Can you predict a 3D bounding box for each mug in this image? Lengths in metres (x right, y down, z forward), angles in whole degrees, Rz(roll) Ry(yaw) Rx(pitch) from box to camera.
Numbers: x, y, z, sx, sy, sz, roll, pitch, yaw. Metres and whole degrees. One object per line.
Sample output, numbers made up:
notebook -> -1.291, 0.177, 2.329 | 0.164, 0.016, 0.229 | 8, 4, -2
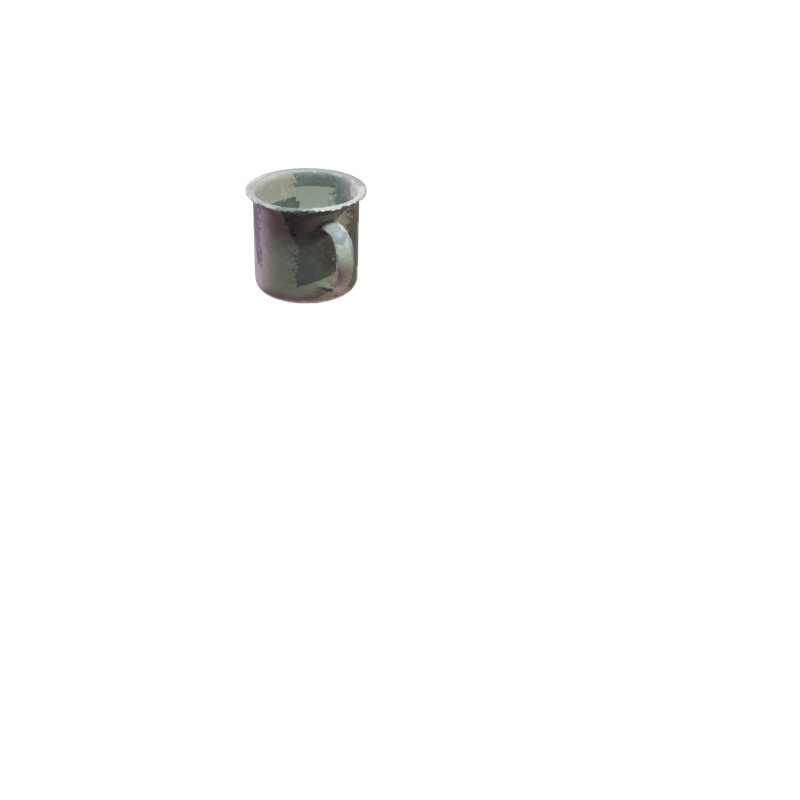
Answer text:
mug -> -0.067, -0.122, 0.855 | 0.092, 0.077, 0.126 | -14, 32, -27
